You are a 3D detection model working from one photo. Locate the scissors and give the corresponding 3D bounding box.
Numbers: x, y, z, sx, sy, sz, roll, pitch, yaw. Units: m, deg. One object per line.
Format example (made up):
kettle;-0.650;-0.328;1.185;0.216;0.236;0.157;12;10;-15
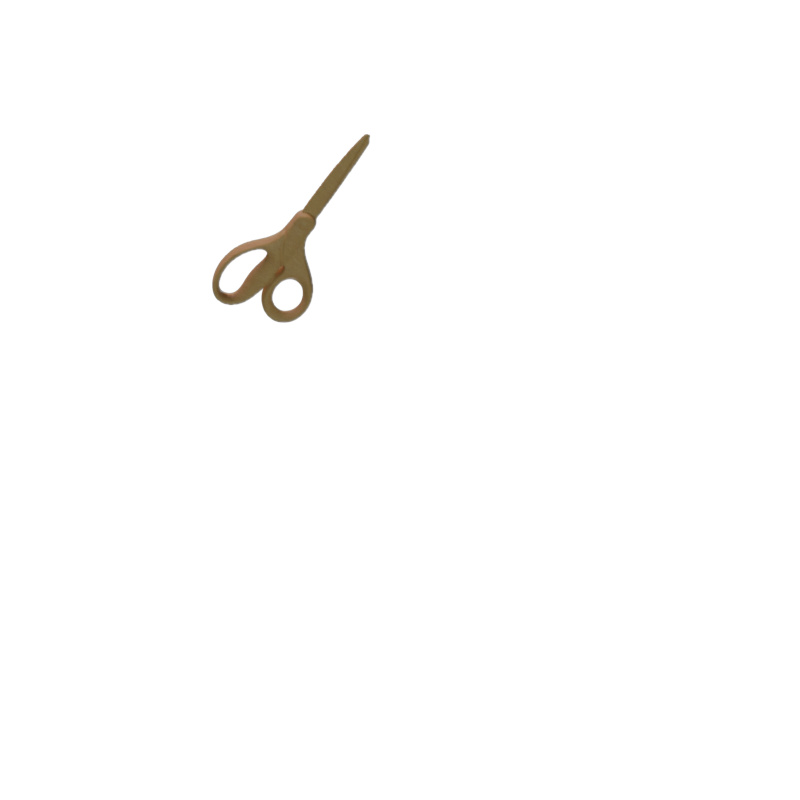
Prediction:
scissors;-0.074;-0.135;0.946;0.200;0.091;0.017;-34;28;21
